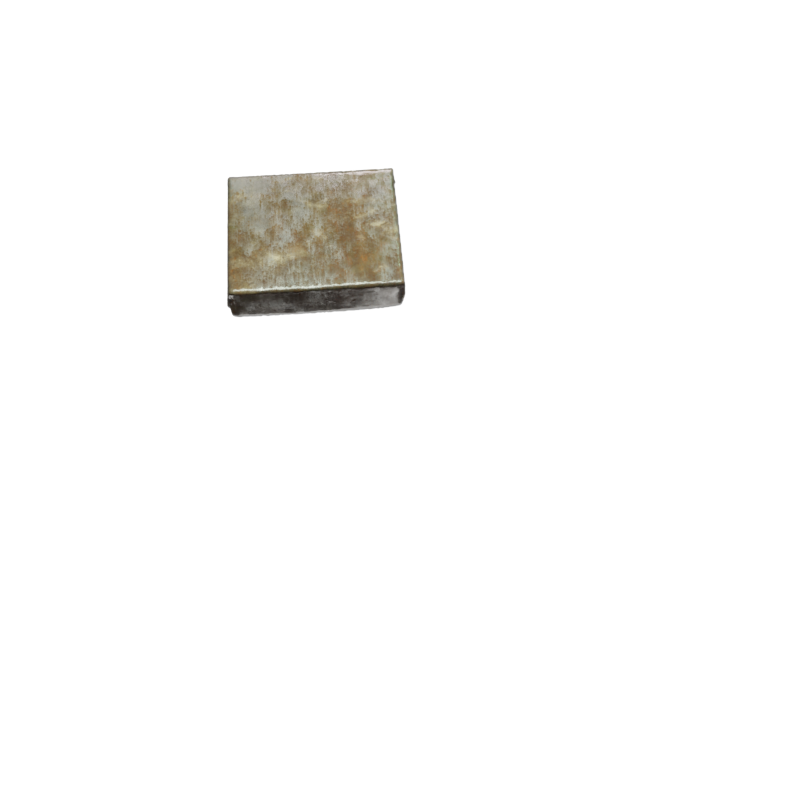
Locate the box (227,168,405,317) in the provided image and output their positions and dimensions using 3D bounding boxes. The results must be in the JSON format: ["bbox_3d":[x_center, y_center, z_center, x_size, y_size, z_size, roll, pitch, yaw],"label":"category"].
[{"bbox_3d":[-0.057,-0.103,0.722,0.113,0.096,0.037,-3,-29,-2],"label":"box"}]
